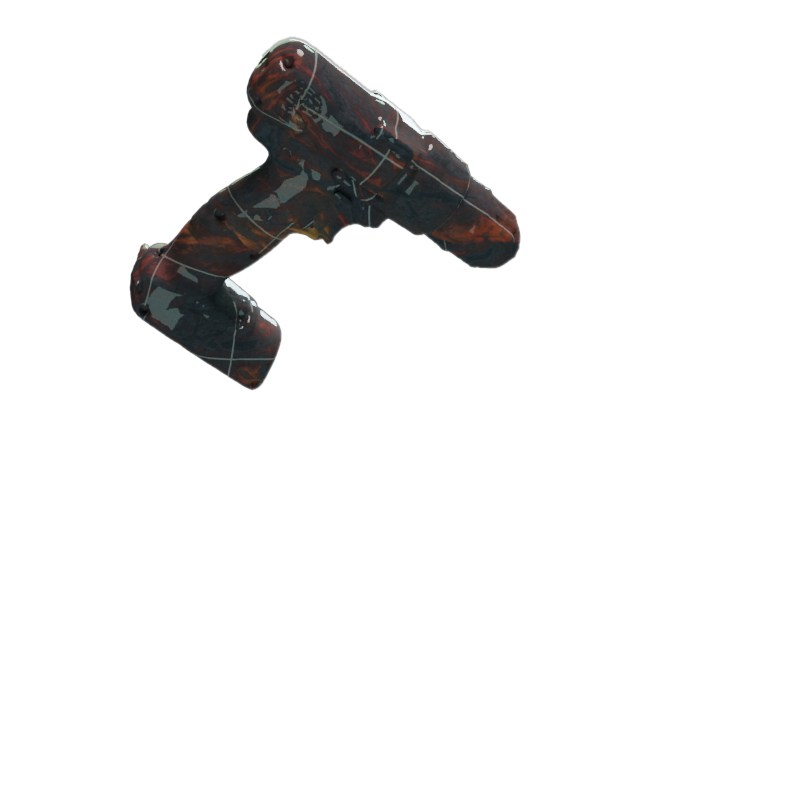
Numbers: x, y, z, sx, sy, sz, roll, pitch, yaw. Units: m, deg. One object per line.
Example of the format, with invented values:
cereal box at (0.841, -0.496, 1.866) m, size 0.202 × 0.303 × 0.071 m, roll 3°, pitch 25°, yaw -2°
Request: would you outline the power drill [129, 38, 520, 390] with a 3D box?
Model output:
power drill at (-0.050, -0.091, 0.637) m, size 0.176 × 0.185 × 0.061 m, roll 37°, pitch 25°, yaw -21°
